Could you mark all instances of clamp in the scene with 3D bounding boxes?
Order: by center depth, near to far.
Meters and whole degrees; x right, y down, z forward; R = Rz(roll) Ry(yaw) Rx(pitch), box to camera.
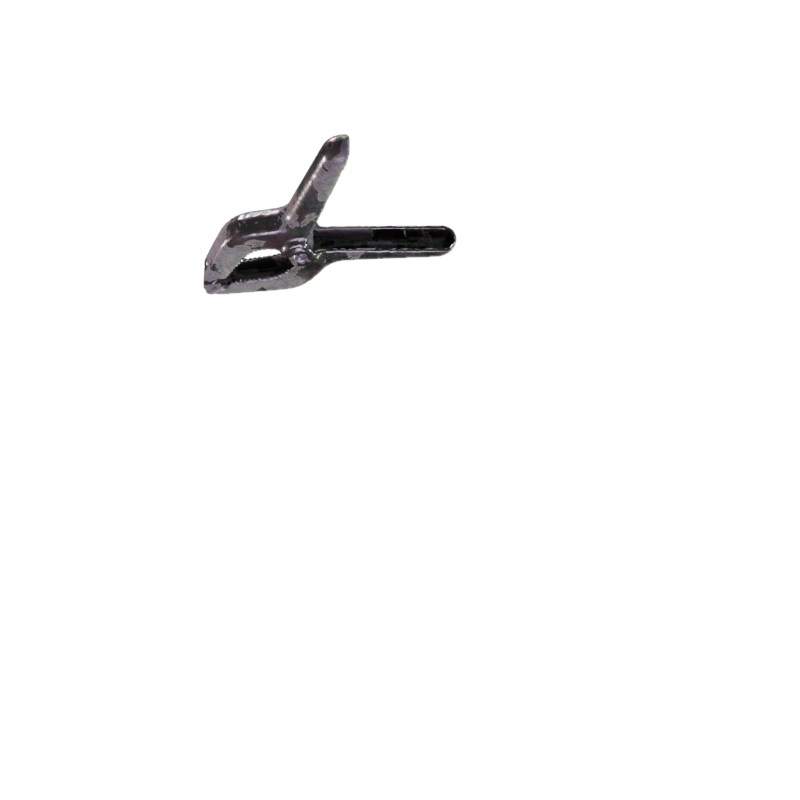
[{"bbox_3d":[-0.071,-0.129,0.904,0.211,0.039,0.154,-23,-37,35],"label":"clamp"}]
